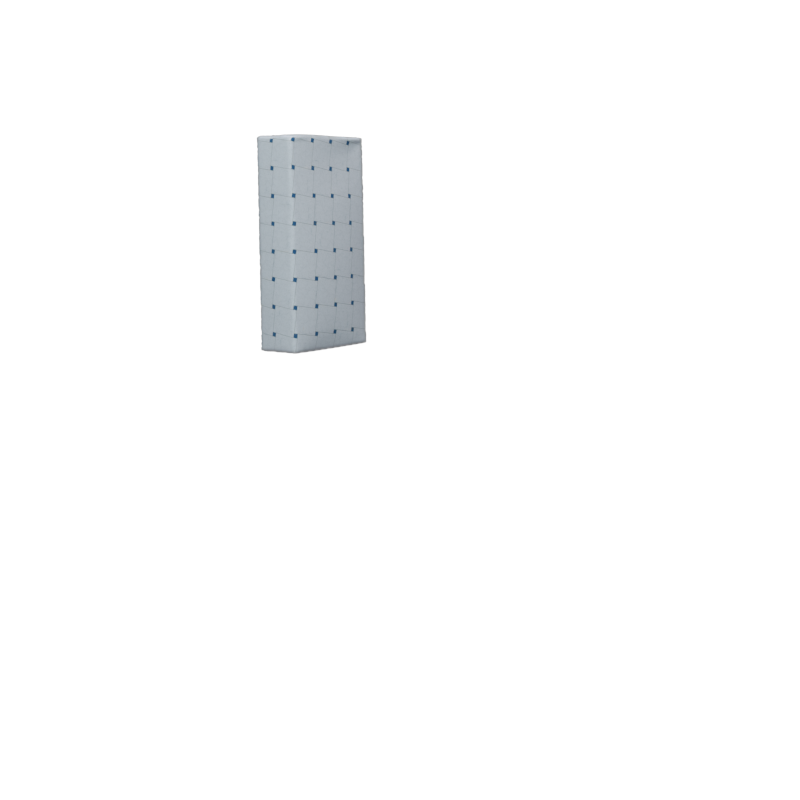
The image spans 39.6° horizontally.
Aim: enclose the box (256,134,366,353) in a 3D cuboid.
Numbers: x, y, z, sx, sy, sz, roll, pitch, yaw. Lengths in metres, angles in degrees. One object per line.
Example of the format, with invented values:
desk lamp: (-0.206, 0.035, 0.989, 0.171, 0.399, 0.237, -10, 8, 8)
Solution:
box: (-0.072, -0.132, 0.924, 0.050, 0.174, 0.090, 4, 6, 39)
